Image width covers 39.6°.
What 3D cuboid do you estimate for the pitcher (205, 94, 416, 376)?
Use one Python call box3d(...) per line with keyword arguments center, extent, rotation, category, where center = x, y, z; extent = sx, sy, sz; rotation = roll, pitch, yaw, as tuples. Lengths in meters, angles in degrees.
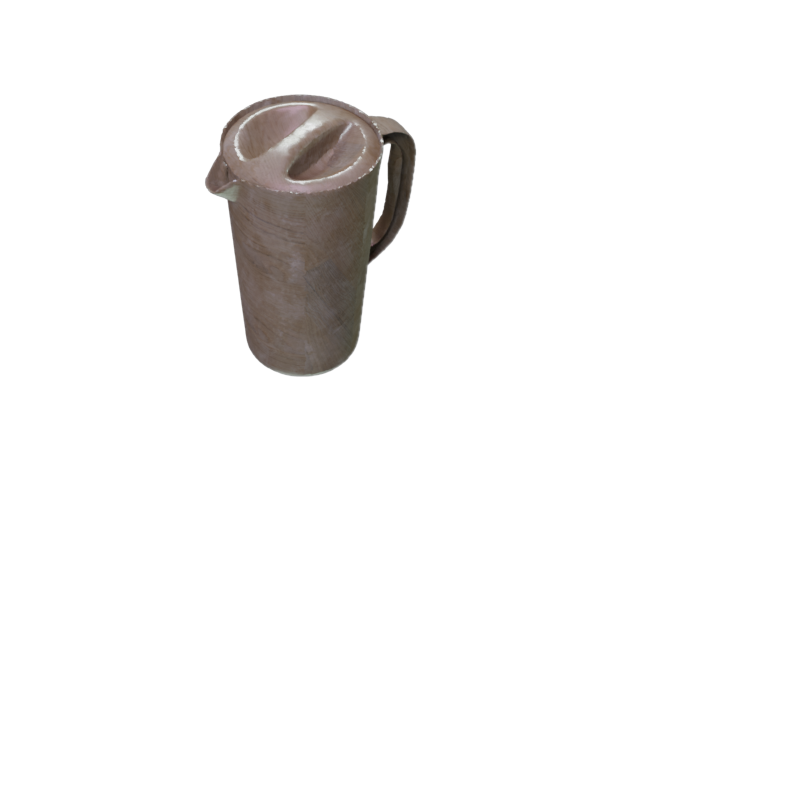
box3d(center=(-0.076, -0.139, 0.977), extent=(0.152, 0.152, 0.226), rotation=(13, -43, 9), category="pitcher")
